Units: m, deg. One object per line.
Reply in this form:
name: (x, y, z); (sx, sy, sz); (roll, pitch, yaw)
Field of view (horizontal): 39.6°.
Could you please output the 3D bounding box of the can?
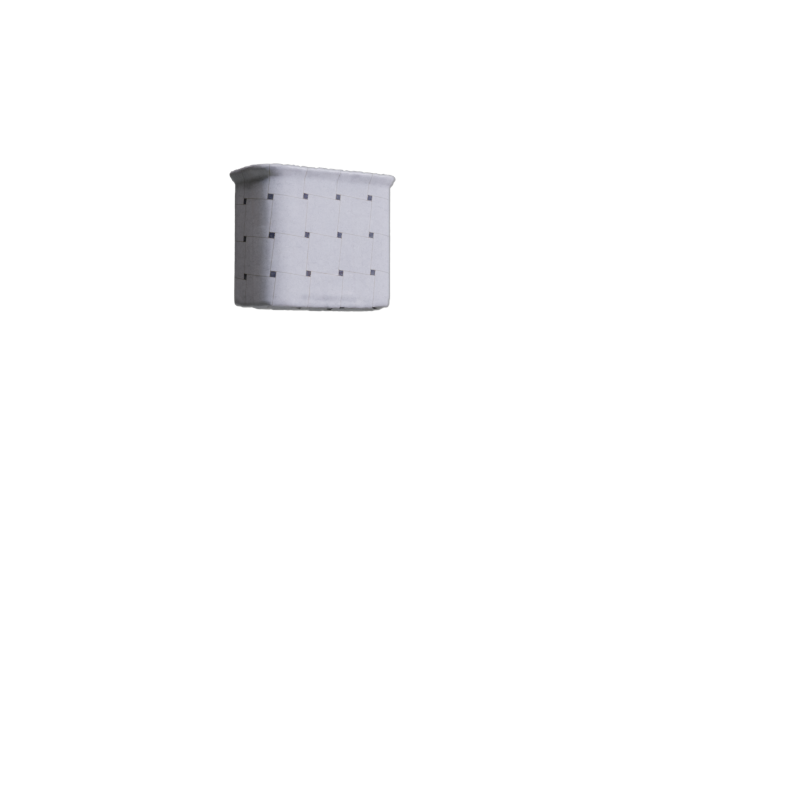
can: (-0.053, -0.098, 0.684); (0.098, 0.085, 0.059); (0, -3, -32)
